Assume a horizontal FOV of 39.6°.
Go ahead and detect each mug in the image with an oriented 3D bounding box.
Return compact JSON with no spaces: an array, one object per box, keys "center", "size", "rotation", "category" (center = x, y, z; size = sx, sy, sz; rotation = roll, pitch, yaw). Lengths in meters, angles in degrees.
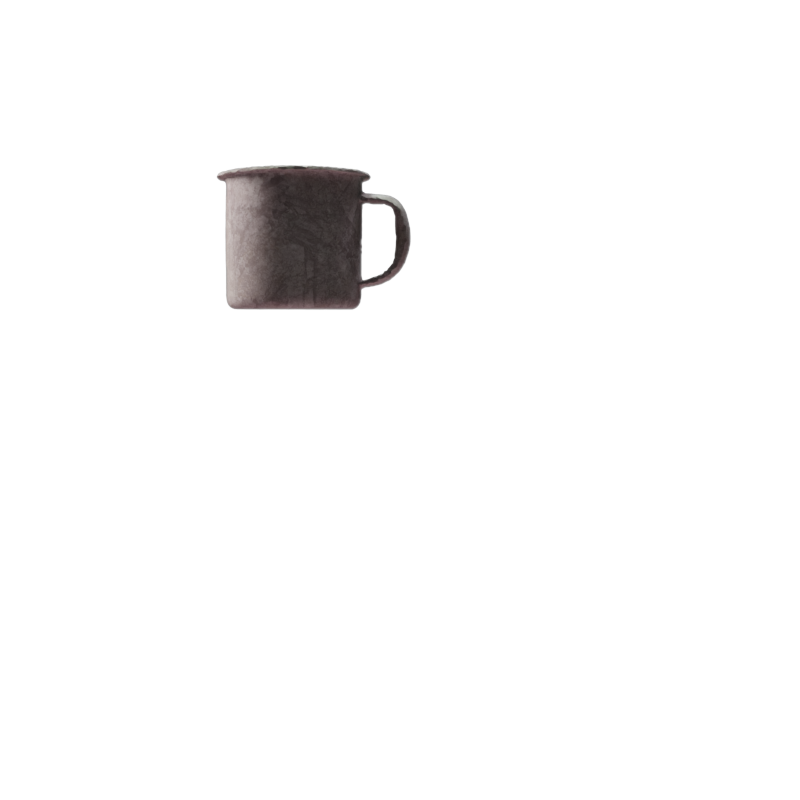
[{"center":[-0.052,-0.095,0.665],"size":[0.118,0.082,0.092],"rotation":[0,1,8],"category":"mug"}]
